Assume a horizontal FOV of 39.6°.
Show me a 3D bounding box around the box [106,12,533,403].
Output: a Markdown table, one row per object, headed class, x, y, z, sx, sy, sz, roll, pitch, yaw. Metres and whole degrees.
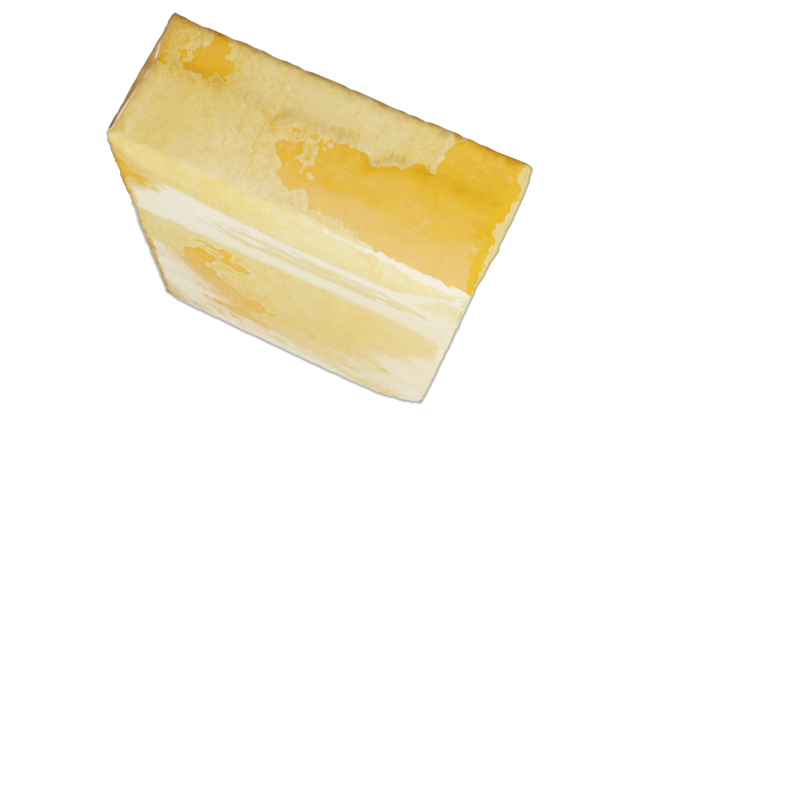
| class | x | y | z | sx | sy | sz | roll | pitch | yaw |
| --- | --- | --- | --- | --- | --- | --- | --- | --- | --- |
| box | -0.042 | -0.077 | 0.537 | 0.166 | 0.073 | 0.206 | 25 | -13 | 4 |
